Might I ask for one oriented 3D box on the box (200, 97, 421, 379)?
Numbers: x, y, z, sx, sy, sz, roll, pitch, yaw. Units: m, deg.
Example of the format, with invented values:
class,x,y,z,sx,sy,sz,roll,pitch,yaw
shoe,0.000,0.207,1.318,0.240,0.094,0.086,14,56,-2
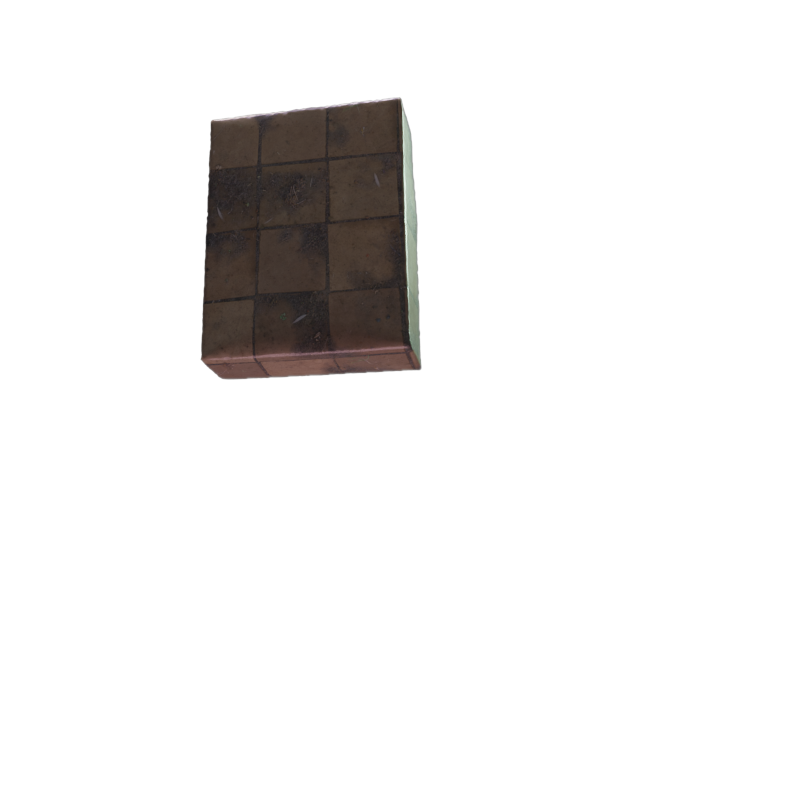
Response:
class,x,y,z,sx,sy,sz,roll,pitch,yaw
box,-0.070,-0.128,0.895,0.166,0.225,0.067,-5,-23,10
